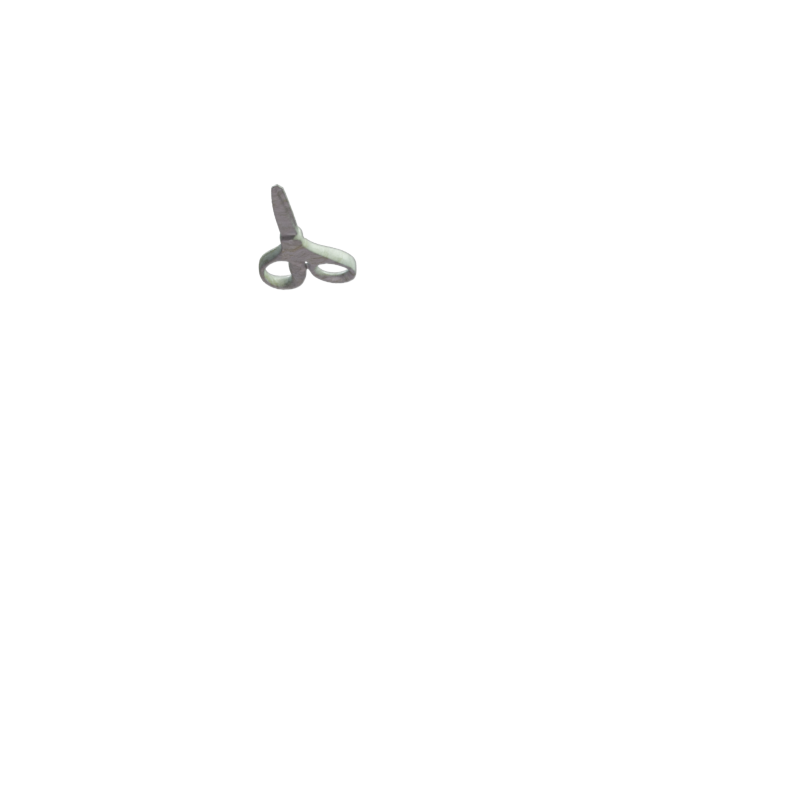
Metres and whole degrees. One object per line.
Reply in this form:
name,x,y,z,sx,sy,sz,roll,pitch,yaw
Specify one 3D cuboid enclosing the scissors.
scissors,-0.073,-0.133,0.931,0.095,0.016,0.196,4,-16,-12
